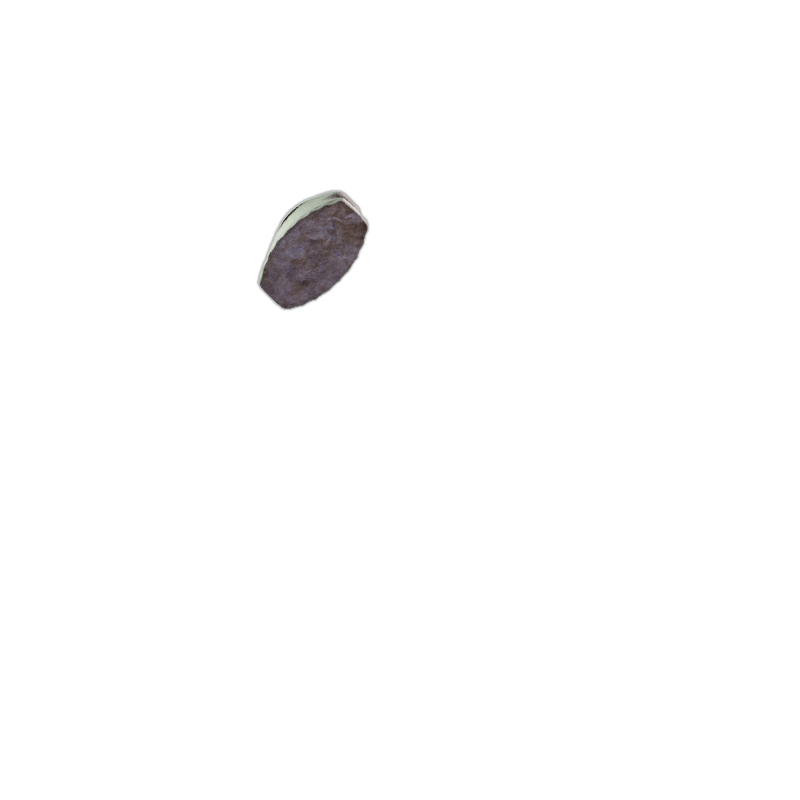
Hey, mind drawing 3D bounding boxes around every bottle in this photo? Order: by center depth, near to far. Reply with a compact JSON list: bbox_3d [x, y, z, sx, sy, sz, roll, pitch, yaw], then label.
[{"bbox_3d":[-0.074,-0.135,0.945,0.057,0.095,0.197,42,8,-13],"label":"bottle"}]
